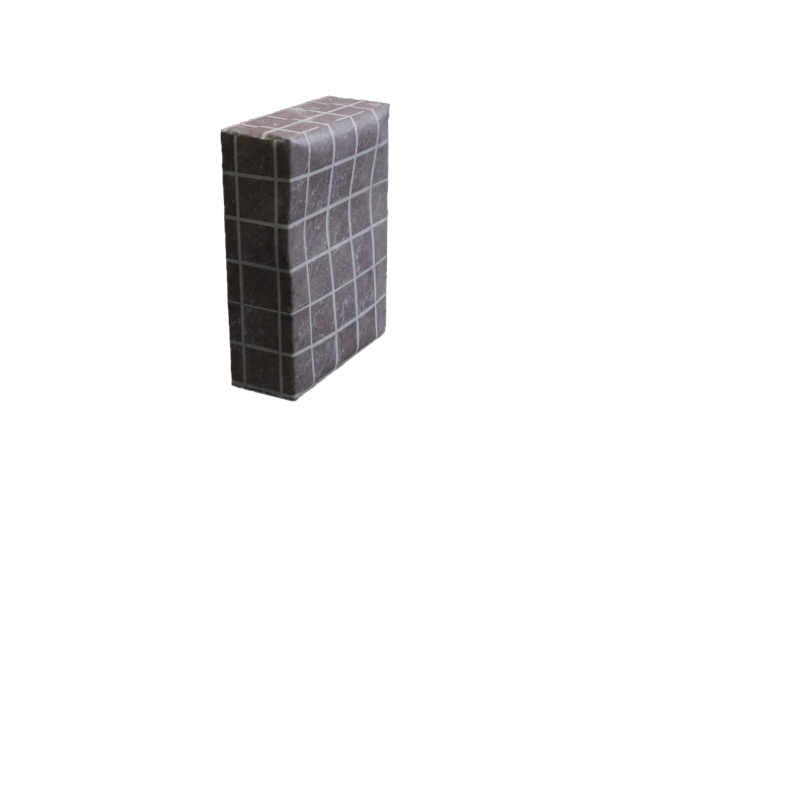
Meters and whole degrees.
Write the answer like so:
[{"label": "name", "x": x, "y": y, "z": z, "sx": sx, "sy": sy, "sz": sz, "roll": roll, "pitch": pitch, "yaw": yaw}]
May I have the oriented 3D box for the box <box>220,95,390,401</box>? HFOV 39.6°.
[{"label": "box", "x": -0.071, "y": -0.130, "z": 0.913, "sx": 0.075, "sy": 0.204, "sz": 0.165, "roll": 11, "pitch": 24, "yaw": 25}]
